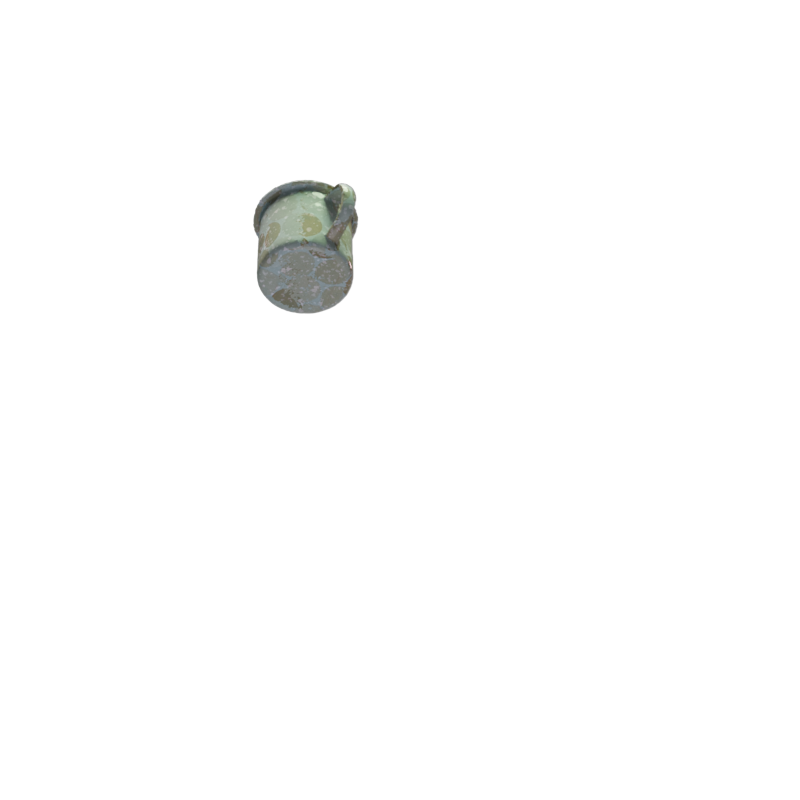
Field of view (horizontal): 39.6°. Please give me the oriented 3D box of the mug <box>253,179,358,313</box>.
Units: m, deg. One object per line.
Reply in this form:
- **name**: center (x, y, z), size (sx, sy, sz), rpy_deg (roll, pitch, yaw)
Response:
- **mug**: center (-0.074, -0.136, 0.949), size (0.089, 0.087, 0.115), rpy_deg (28, -53, -26)
